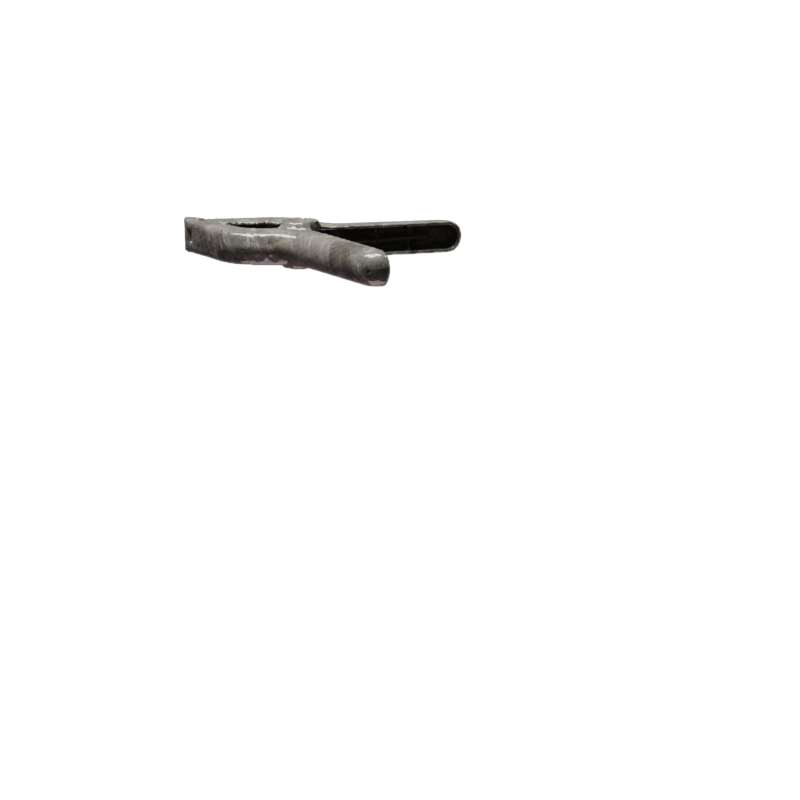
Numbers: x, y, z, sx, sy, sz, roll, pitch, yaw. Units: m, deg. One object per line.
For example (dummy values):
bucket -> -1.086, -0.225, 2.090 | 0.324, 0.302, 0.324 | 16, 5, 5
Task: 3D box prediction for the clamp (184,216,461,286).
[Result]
clamp -> -0.066, -0.120, 0.841 | 0.219, 0.035, 0.163 | 9, 18, 29
